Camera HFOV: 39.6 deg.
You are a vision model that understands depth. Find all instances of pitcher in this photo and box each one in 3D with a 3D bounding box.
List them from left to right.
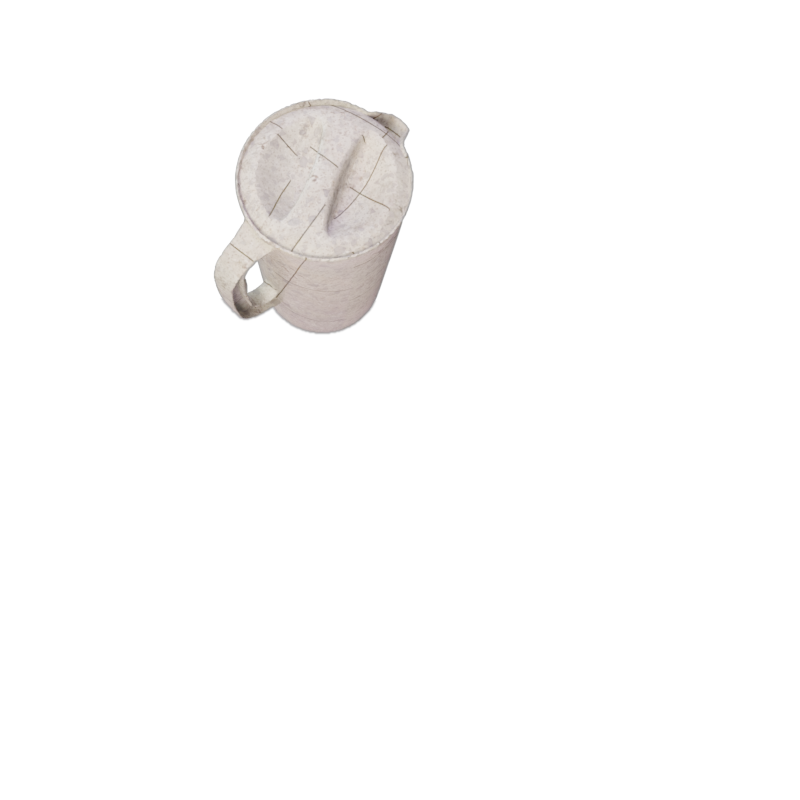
[{"bbox_3d":[-0.073,-0.132,0.928,0.149,0.151,0.233,1,-16,-3],"label":"pitcher"}]
